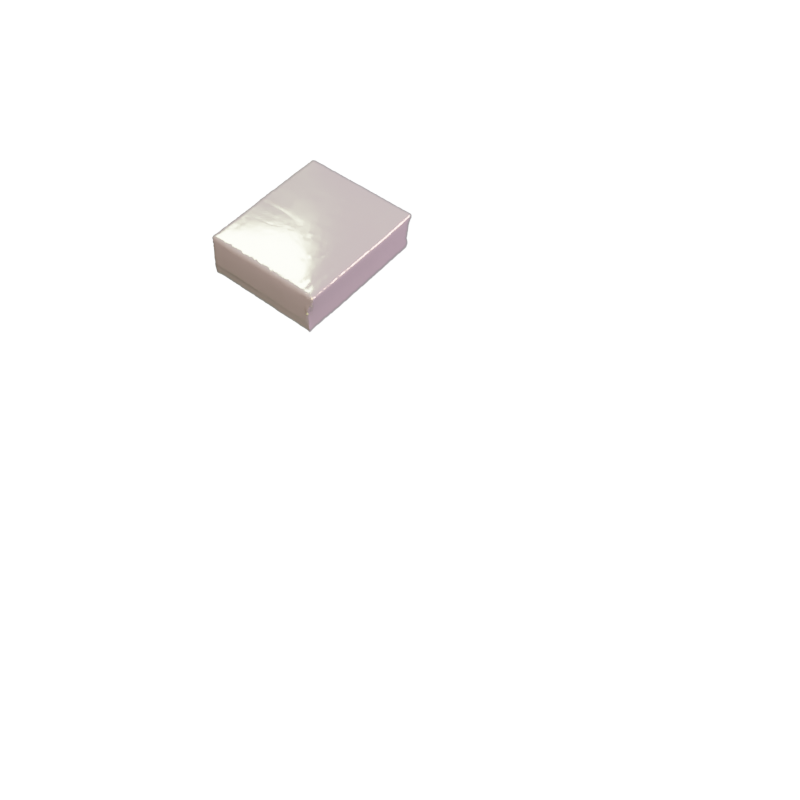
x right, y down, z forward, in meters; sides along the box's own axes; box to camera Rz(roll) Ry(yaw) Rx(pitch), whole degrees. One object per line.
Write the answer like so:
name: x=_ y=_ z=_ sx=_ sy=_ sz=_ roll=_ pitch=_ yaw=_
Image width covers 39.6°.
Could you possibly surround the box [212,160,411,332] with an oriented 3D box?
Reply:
box: x=-0.061 y=-0.110 z=0.772 sx=0.095 sy=0.036 sz=0.115 roll=30 pitch=55 yaw=23
